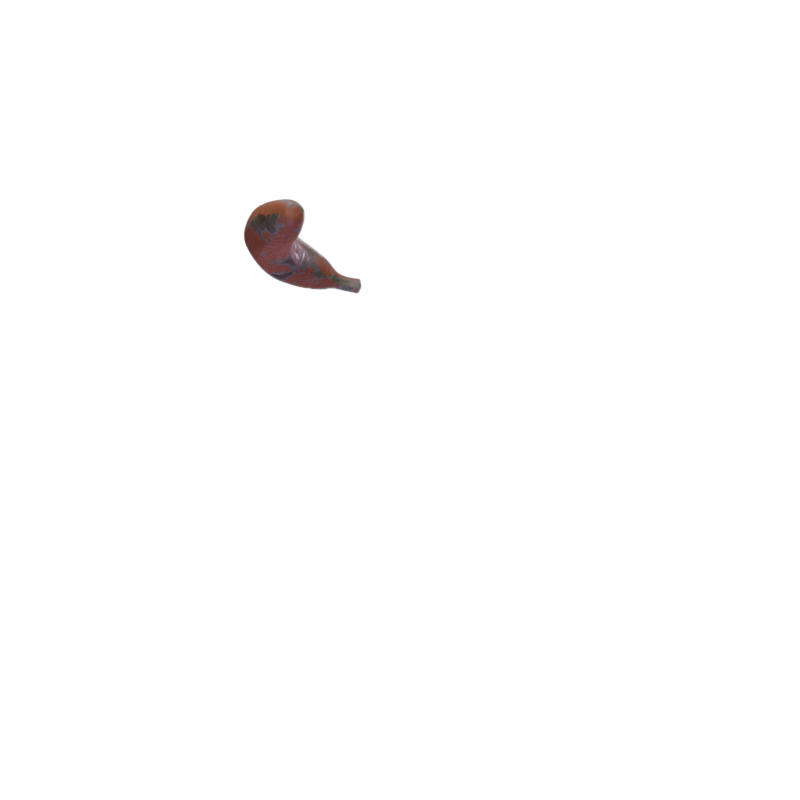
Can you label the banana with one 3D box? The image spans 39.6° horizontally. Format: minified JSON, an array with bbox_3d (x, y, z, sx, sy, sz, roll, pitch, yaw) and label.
[{"bbox_3d":[-0.083,-0.118,0.842,0.071,0.038,0.189,-2,-9,11],"label":"banana"}]
